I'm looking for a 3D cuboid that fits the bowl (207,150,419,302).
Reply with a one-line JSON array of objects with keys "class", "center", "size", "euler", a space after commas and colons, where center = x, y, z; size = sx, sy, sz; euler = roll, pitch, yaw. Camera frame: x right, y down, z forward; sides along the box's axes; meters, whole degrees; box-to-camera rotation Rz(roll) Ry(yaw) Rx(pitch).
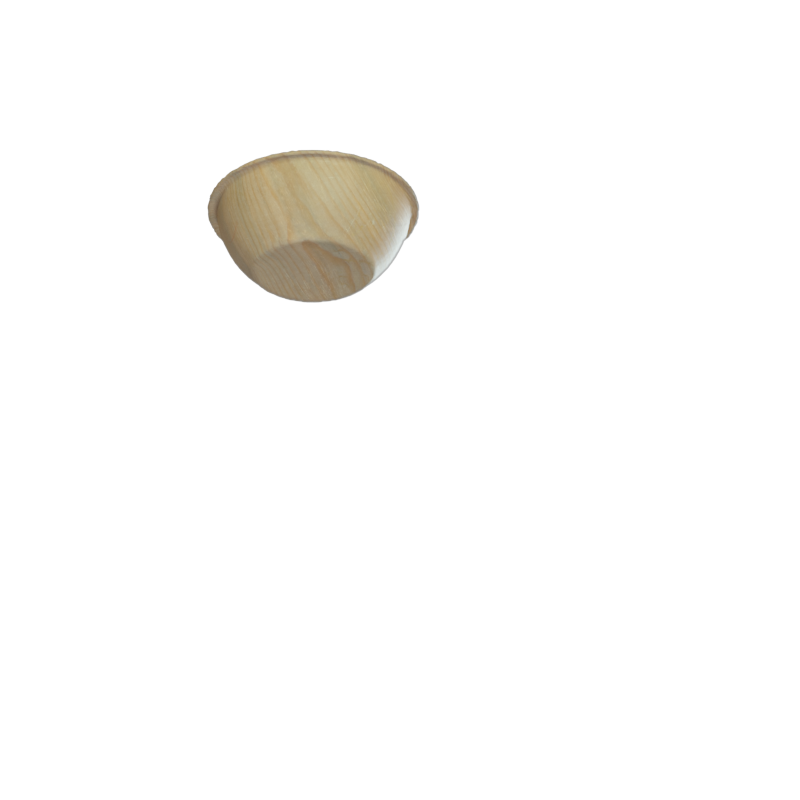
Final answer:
[{"class": "bowl", "center": [-0.065, -0.119, 0.834], "size": [0.162, 0.059, 0.152], "euler": [1, -27, -2]}]
